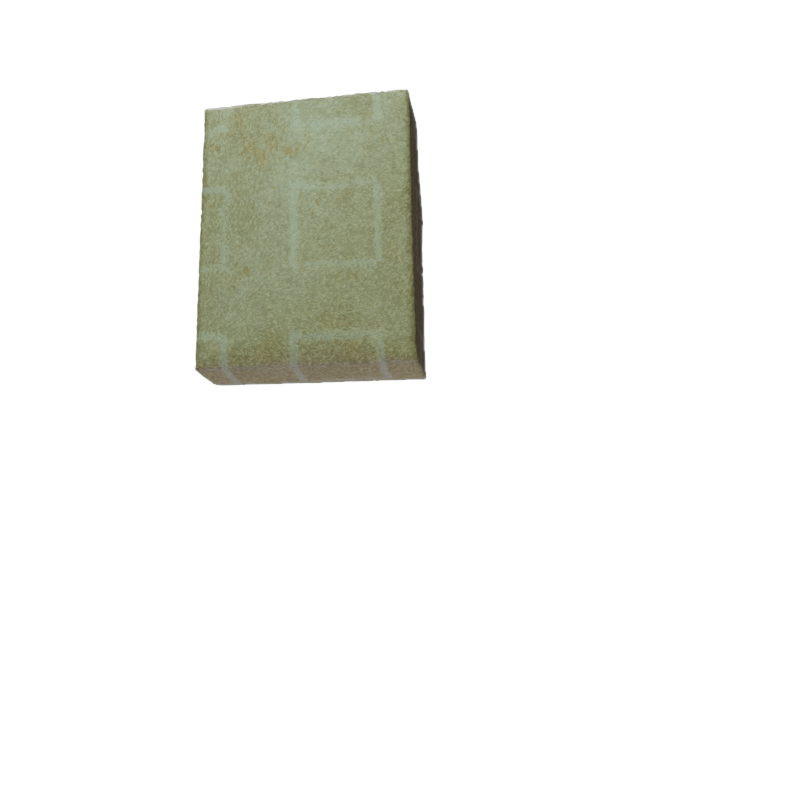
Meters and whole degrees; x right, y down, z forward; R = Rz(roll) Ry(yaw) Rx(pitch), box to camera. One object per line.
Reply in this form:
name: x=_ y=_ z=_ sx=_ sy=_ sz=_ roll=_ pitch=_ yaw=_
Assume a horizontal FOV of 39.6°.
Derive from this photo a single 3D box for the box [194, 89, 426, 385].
box: x=-0.066 y=-0.121 z=0.849 sx=0.166 sy=0.224 sz=0.068 roll=-4 pitch=-19 yaw=10
